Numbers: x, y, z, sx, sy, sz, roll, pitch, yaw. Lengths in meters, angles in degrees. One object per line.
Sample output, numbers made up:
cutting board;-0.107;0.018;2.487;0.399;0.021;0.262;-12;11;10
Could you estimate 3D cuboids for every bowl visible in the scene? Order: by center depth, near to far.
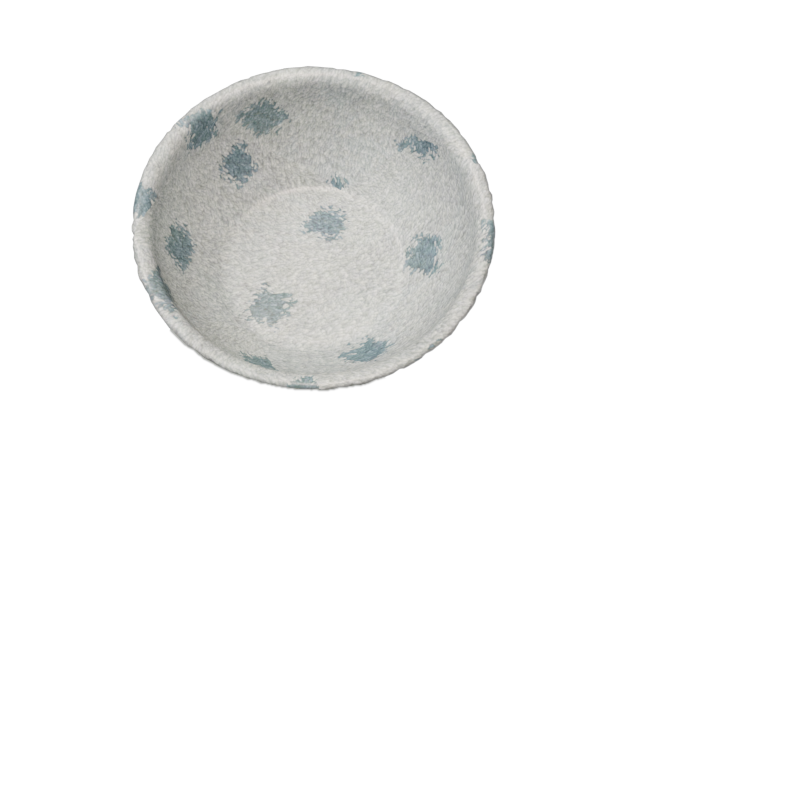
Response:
bowl;-0.040;-0.074;0.516;0.162;0.171;0.052;-1;-24;-1
